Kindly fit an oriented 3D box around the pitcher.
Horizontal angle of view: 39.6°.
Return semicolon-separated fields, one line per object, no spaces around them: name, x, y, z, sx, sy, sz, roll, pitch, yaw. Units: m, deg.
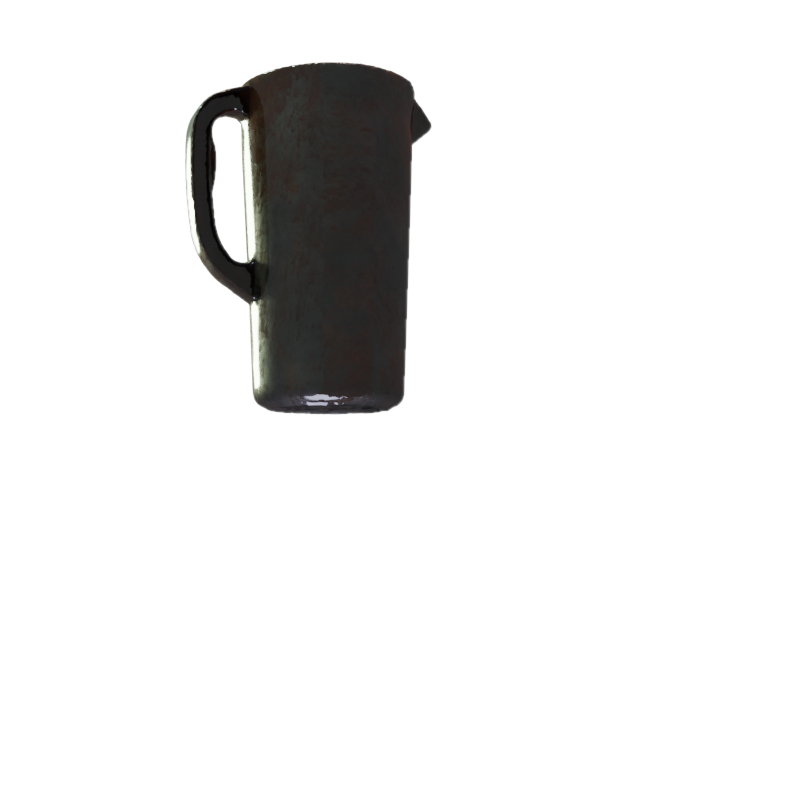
pitcher;-0.063;-0.115;0.808;0.153;0.250;0.138;-5;-12;22
